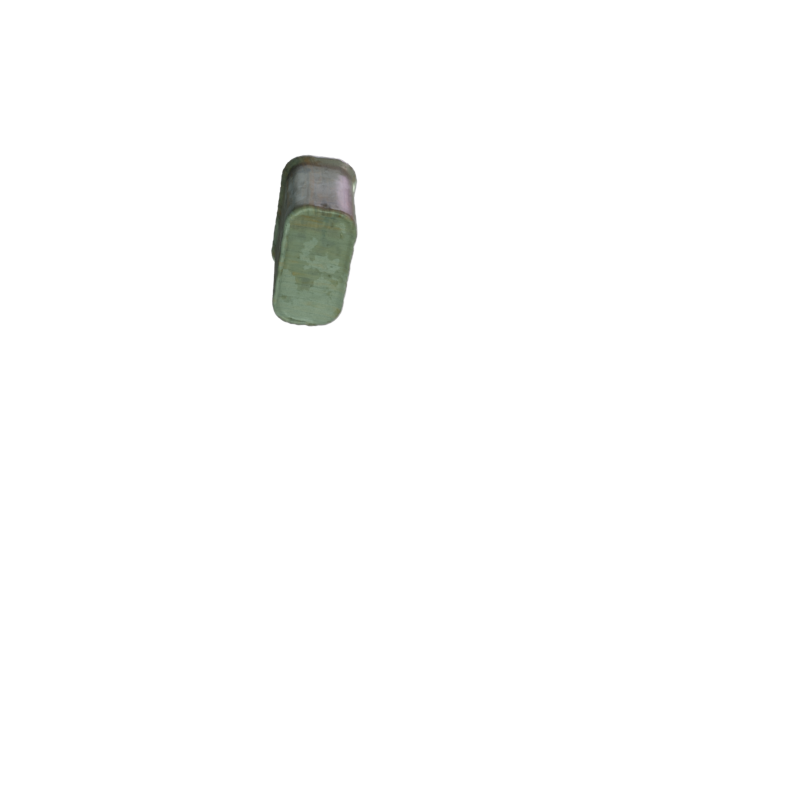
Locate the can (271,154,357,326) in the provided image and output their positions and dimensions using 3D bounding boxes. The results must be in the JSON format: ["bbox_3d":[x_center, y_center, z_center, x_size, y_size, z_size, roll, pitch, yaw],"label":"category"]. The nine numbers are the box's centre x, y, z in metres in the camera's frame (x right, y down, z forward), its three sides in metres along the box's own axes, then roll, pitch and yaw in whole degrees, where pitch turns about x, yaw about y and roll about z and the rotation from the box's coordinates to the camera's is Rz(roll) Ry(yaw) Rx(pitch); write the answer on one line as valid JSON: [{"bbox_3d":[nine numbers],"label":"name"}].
[{"bbox_3d":[-0.064,-0.116,0.815,0.057,0.097,0.089,7,31,-8],"label":"can"}]
